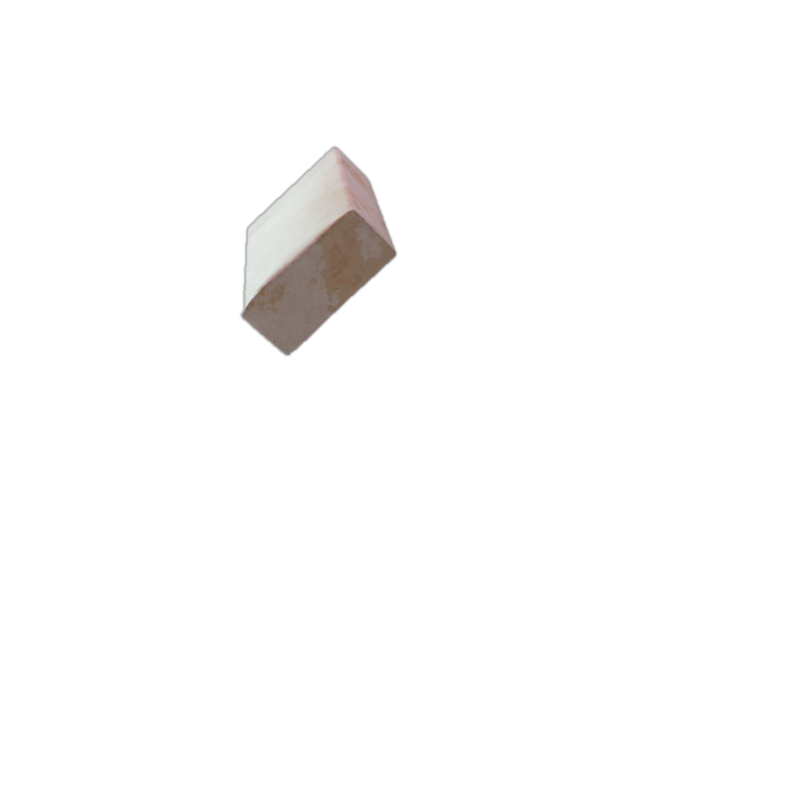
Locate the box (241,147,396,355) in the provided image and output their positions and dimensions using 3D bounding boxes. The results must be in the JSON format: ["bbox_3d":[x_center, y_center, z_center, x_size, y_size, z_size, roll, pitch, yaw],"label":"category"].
[{"bbox_3d":[-0.056,-0.103,0.723,0.093,0.046,0.184,-41,19,12],"label":"box"}]
